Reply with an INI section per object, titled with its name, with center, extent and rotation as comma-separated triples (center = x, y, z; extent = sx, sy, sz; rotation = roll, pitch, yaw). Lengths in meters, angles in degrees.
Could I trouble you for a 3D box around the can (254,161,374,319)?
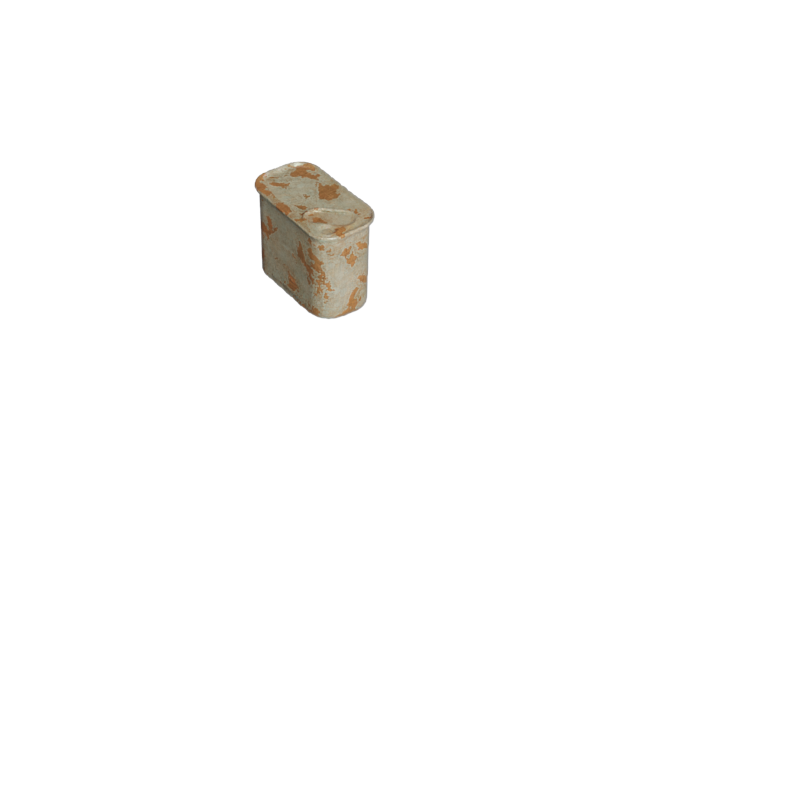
[can]
center = -0.067, -0.123, 0.861
extent = 0.057, 0.078, 0.110
rotation = -25, 48, -28
